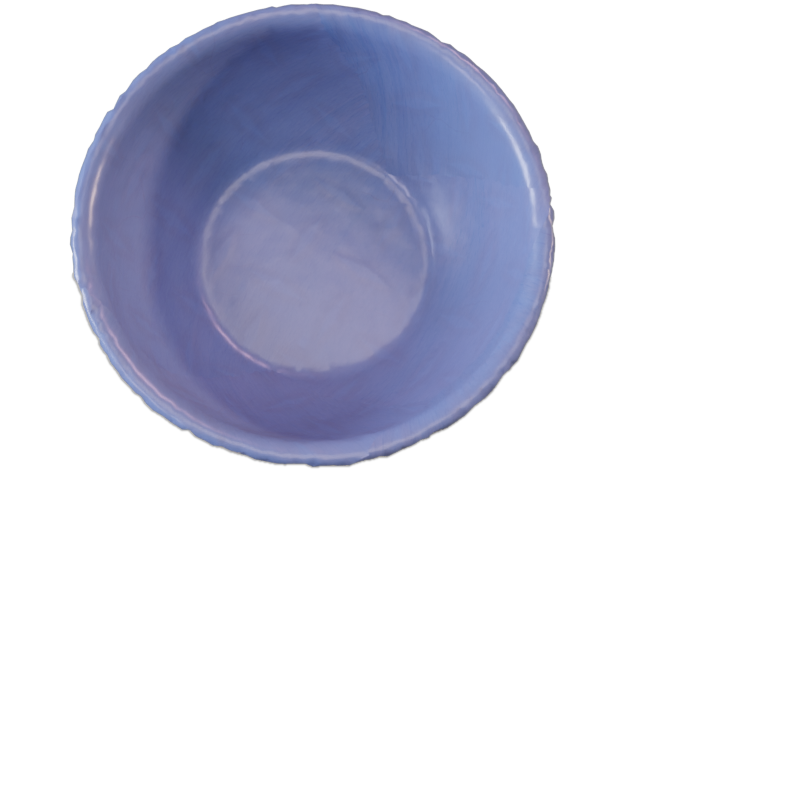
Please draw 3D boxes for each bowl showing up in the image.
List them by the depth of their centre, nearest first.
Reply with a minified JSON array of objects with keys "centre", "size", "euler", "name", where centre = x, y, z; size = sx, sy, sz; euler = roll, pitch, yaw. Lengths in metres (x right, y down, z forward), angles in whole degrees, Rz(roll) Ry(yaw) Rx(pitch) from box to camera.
[{"centre":[-0.031,-0.056,0.394],"size":[0.162,0.168,0.053],"euler":[0,-15,-1],"name":"bowl"}]
